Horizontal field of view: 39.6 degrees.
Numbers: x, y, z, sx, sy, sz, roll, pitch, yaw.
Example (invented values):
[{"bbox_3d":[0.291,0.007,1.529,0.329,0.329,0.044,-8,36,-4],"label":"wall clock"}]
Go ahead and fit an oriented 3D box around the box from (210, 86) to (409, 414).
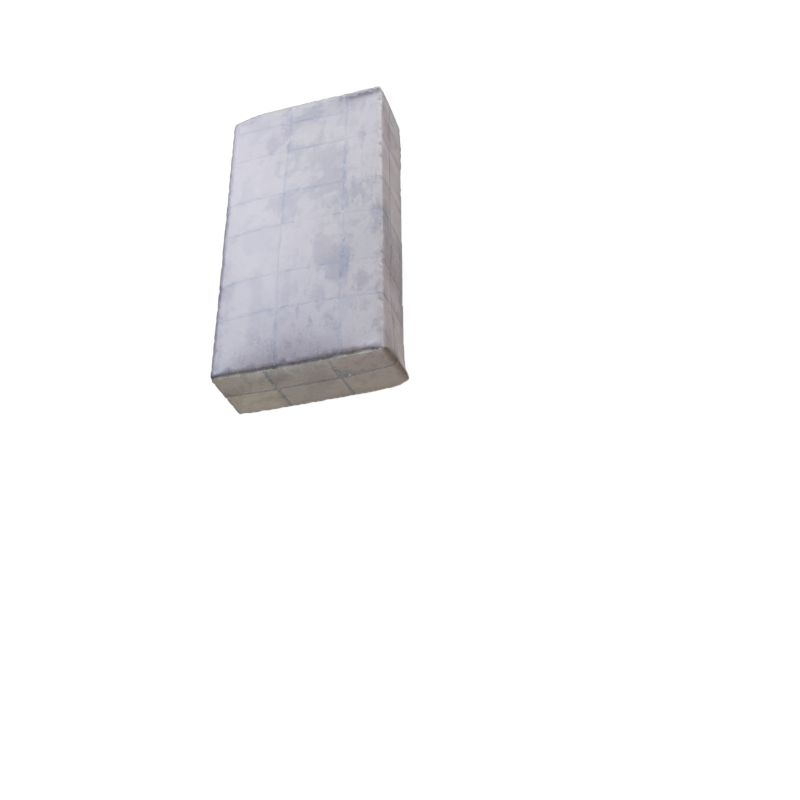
[{"bbox_3d":[-0.047,-0.085,0.595,0.094,0.188,0.044,-12,-34,15],"label":"box"}]
